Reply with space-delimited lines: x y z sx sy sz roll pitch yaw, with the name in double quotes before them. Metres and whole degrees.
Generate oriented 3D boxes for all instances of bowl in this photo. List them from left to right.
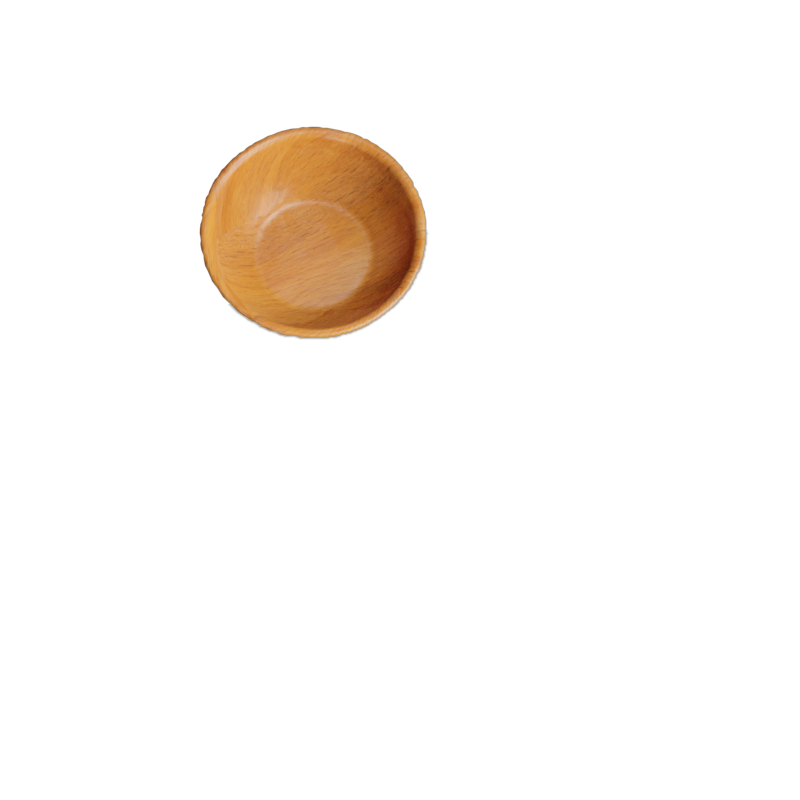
"bowl" -0.063 -0.116 0.810 0.162 0.170 0.052 -1 -20 -1
